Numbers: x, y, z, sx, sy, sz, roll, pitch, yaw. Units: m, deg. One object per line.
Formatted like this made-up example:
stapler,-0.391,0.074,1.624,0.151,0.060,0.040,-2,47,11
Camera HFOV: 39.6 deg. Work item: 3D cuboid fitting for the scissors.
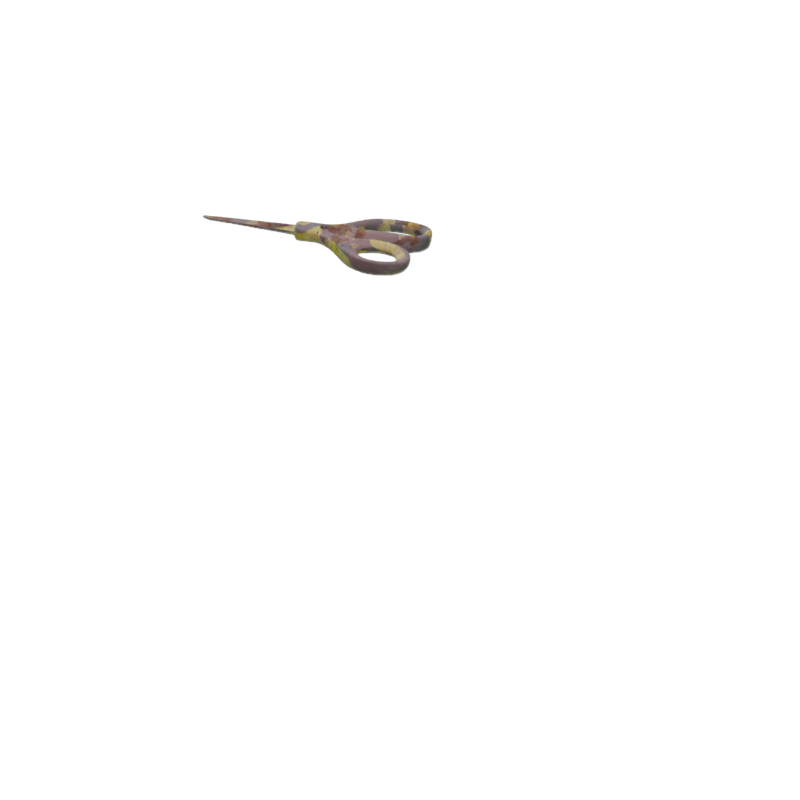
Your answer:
scissors,-0.074,-0.135,0.942,0.202,0.015,0.102,1,32,2
